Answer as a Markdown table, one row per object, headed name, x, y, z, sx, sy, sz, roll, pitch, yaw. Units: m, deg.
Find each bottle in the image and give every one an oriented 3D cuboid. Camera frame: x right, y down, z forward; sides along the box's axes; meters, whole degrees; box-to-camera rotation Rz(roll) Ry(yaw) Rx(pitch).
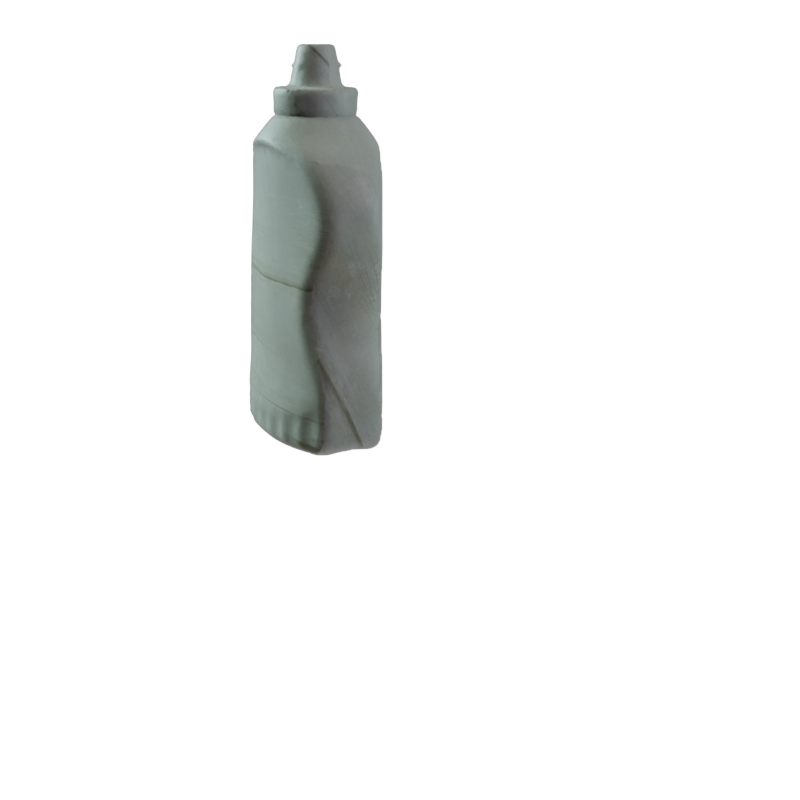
| name | x | y | z | sx | sy | sz | roll | pitch | yaw |
| --- | --- | --- | --- | --- | --- | --- | --- | --- | --- |
| bottle | -0.042 | -0.078 | 0.547 | 0.057 | 0.187 | 0.101 | -4 | 13 | -24 |
